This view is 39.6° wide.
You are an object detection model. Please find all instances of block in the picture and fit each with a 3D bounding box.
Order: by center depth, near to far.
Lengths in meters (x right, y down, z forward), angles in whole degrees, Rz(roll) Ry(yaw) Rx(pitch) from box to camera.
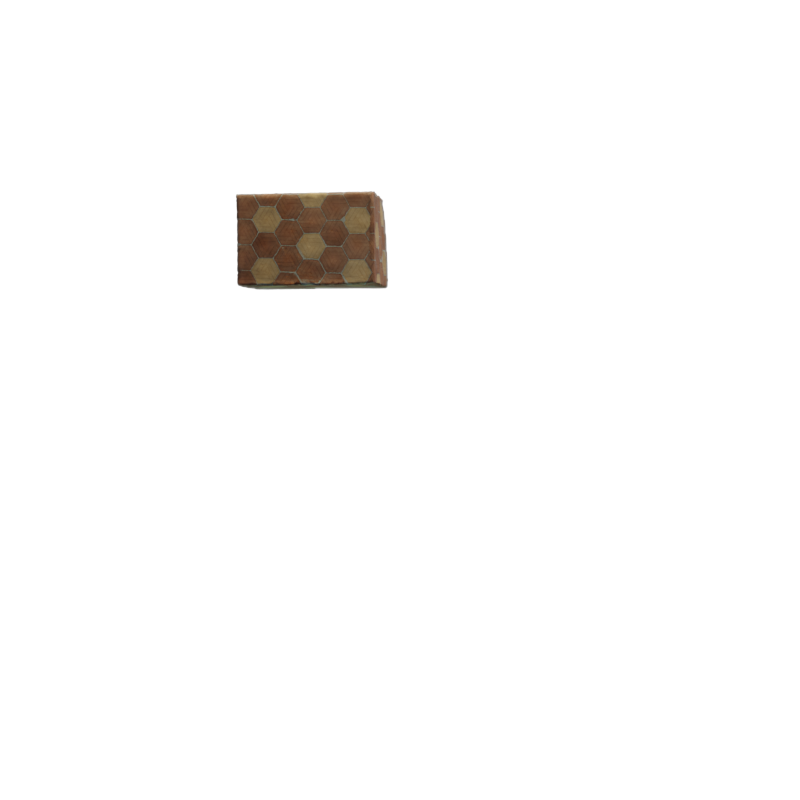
[{"bbox_3d":[-0.048,-0.088,0.618,0.079,0.052,0.052,0,-1,8],"label":"block"}]
